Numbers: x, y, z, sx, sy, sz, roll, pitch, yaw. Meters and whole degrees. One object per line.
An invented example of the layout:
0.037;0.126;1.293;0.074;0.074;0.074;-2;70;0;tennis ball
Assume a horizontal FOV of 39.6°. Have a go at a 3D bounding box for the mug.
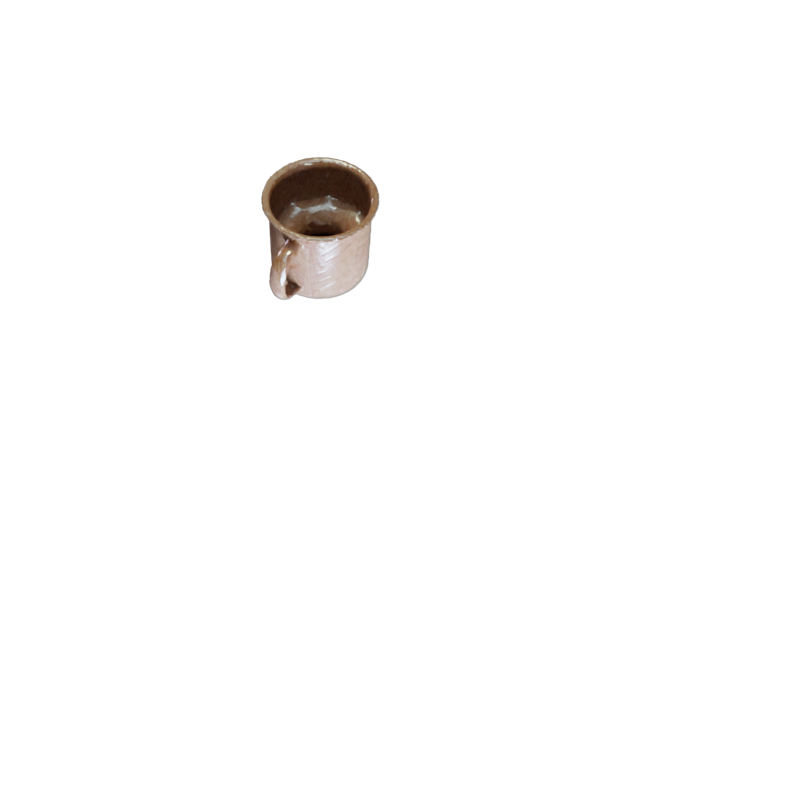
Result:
-0.070;-0.127;0.893;0.096;0.121;0.076;21;-36;14;mug
